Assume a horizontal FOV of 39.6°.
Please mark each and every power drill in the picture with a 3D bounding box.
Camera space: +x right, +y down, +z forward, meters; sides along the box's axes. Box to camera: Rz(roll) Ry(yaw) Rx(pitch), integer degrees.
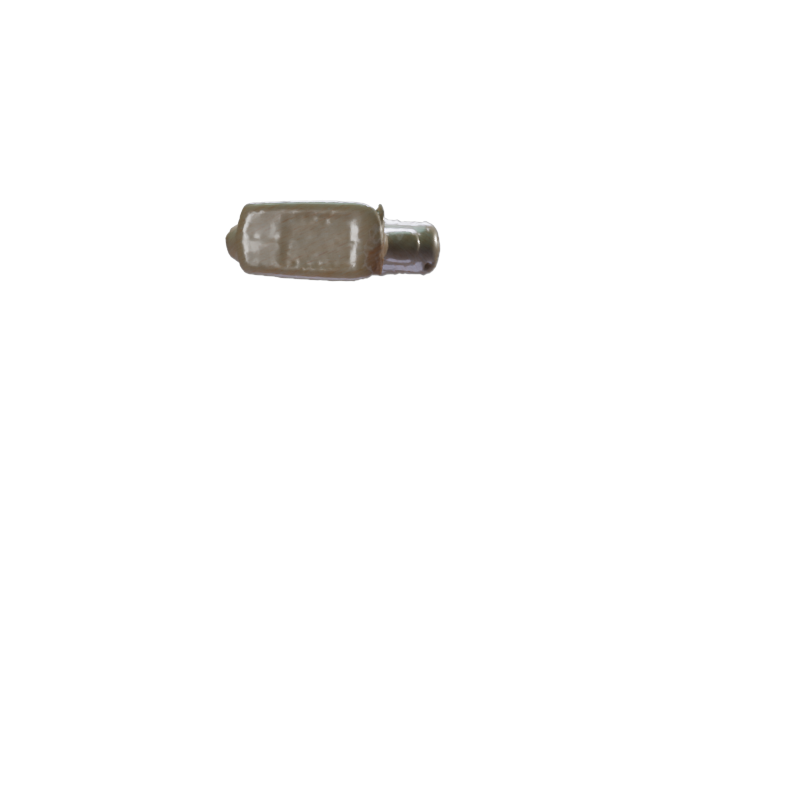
[{"bbox_3d":[-0.069,-0.125,0.875,0.187,0.057,0.186,1,7,10],"label":"power drill"}]
